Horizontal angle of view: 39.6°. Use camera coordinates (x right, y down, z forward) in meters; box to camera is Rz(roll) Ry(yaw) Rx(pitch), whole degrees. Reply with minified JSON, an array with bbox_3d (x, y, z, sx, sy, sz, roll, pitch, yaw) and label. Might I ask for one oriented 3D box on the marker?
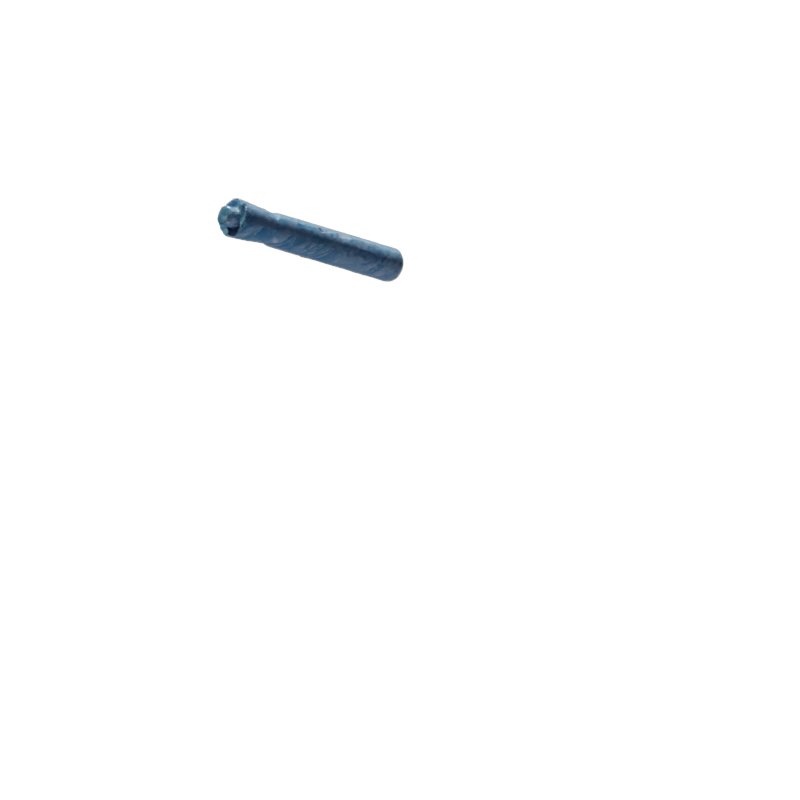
[{"bbox_3d":[-0.043,-0.079,0.554,0.021,0.020,0.114,4,-4,43],"label":"marker"}]
